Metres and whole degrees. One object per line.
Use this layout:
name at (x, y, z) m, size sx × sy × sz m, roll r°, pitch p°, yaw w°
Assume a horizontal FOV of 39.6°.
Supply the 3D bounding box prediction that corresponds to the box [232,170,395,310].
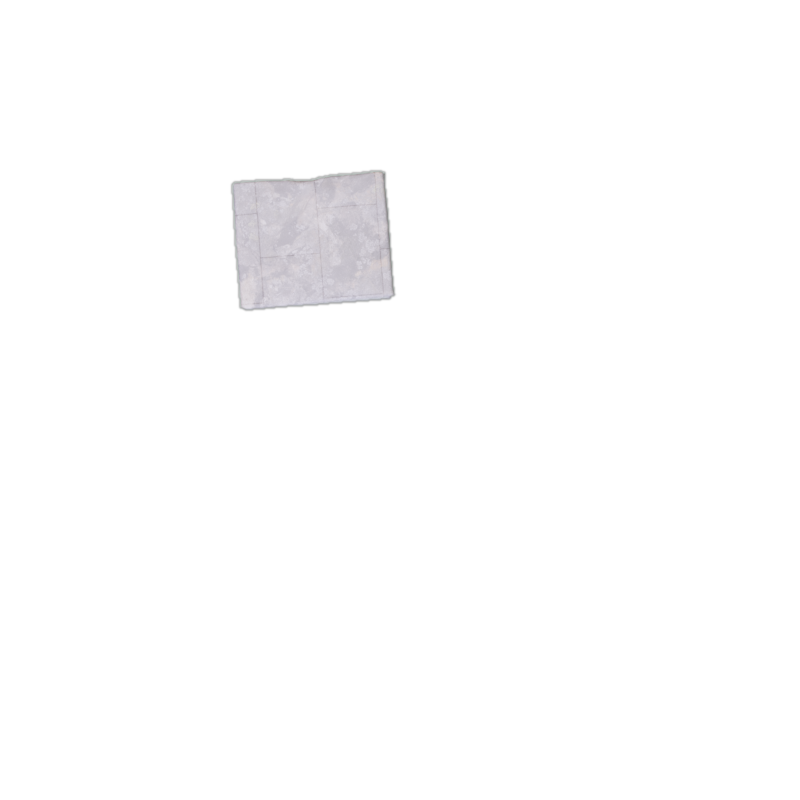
box at (-0.050, -0.092, 0.641) m, size 0.089 × 0.074 × 0.030 m, roll -4°, pitch -5°, yaw -1°
